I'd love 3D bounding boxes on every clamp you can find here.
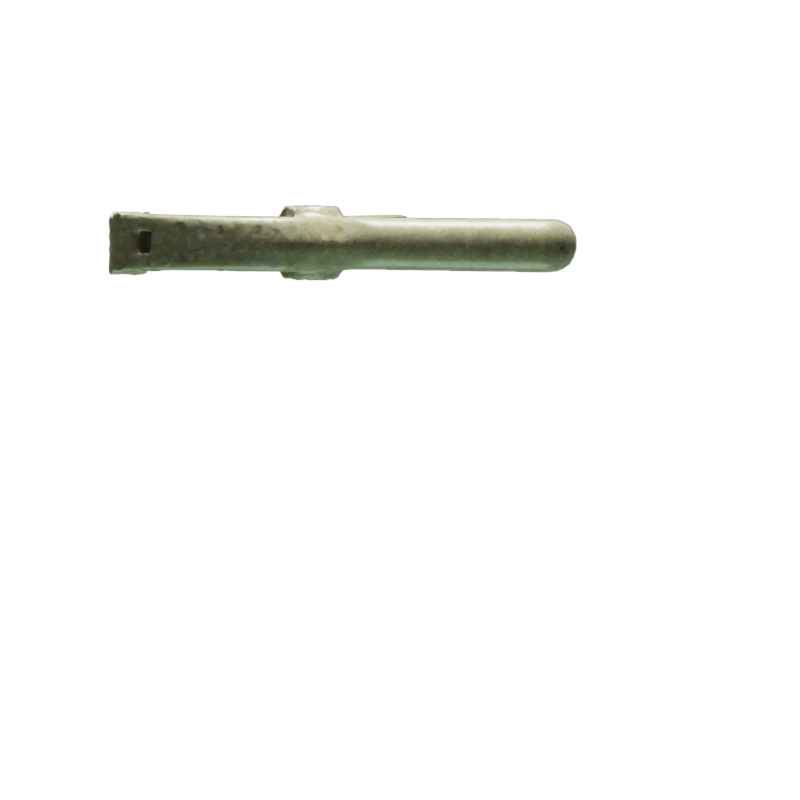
[{"bbox_3d":[-0.044,-0.079,0.556,0.205,0.036,0.170,-3,9,-20],"label":"clamp"}]
